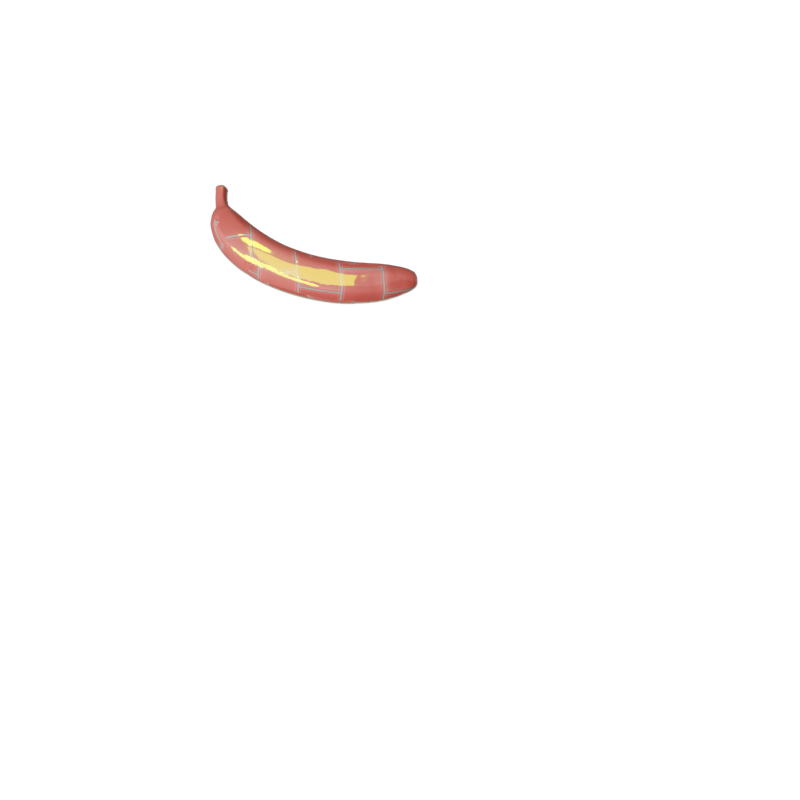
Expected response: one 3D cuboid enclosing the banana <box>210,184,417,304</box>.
[{"bbox_3d":[-0.086,-0.121,0.940,0.202,0.071,0.035,26,-19,10],"label":"banana"}]
